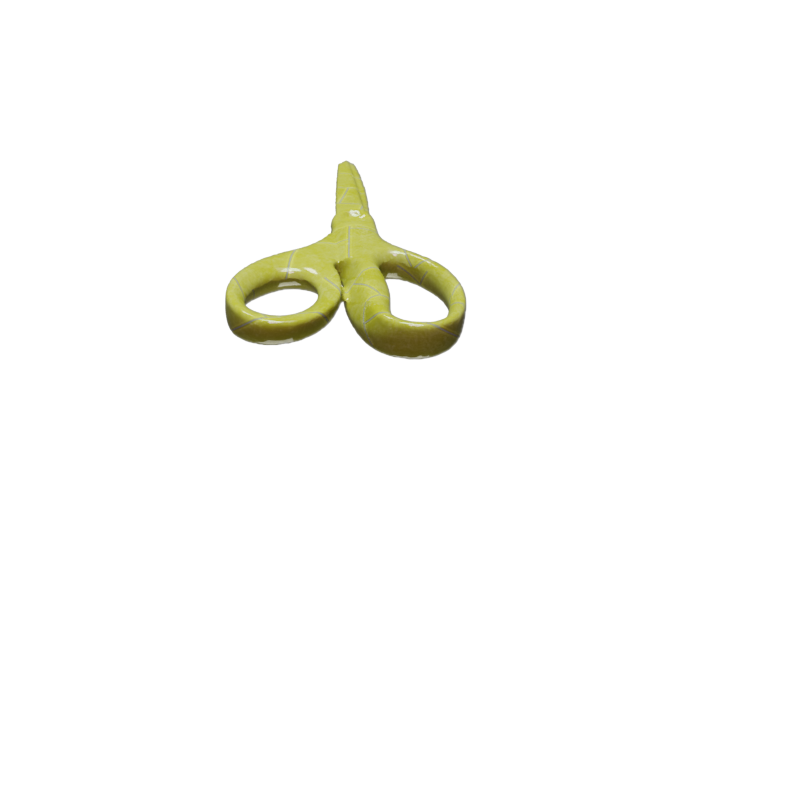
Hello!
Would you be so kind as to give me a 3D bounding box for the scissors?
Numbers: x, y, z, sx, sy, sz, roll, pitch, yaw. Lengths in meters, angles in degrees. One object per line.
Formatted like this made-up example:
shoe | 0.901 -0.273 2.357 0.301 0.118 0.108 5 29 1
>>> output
scissors | -0.036 -0.066 0.464 0.095 0.015 0.216 -8 29 -16
